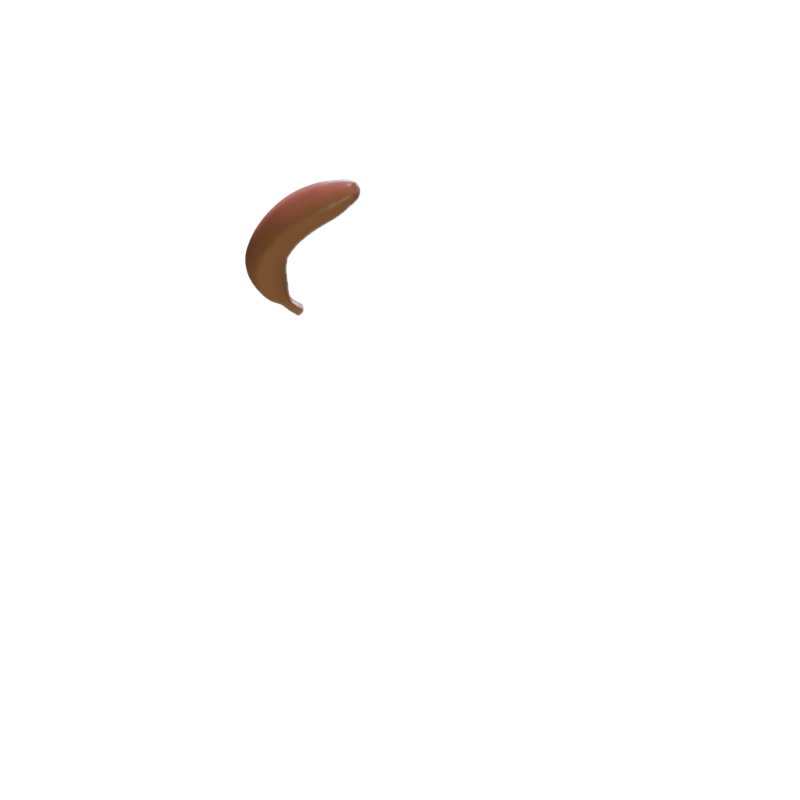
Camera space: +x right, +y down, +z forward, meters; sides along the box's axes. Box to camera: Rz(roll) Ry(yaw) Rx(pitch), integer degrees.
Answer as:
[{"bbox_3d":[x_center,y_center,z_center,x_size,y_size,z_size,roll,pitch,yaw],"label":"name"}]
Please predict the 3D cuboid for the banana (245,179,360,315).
[{"bbox_3d":[-0.094,-0.137,0.958,0.068,0.039,0.190,8,-28,-17],"label":"banana"}]
